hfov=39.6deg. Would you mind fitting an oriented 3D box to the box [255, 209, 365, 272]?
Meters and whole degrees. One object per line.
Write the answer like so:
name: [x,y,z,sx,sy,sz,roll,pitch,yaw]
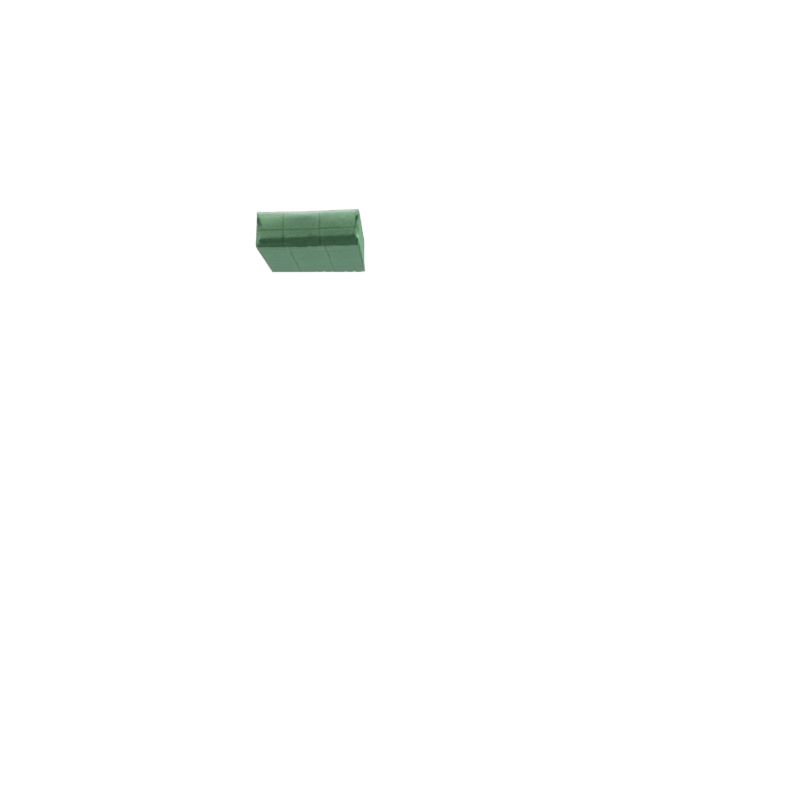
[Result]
box: [-0.064,-0.116,0.815,0.073,0.031,0.087,0,-6,3]
